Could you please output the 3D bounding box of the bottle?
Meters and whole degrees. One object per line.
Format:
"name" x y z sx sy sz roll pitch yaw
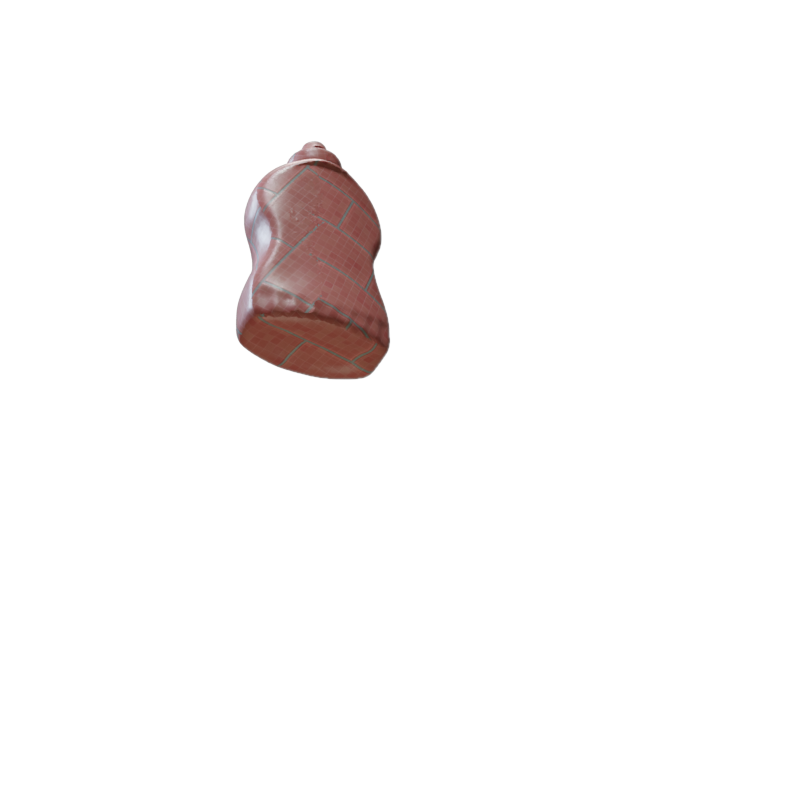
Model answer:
"bottle" -0.059 -0.108 0.753 0.093 0.206 0.056 13 -44 -18
